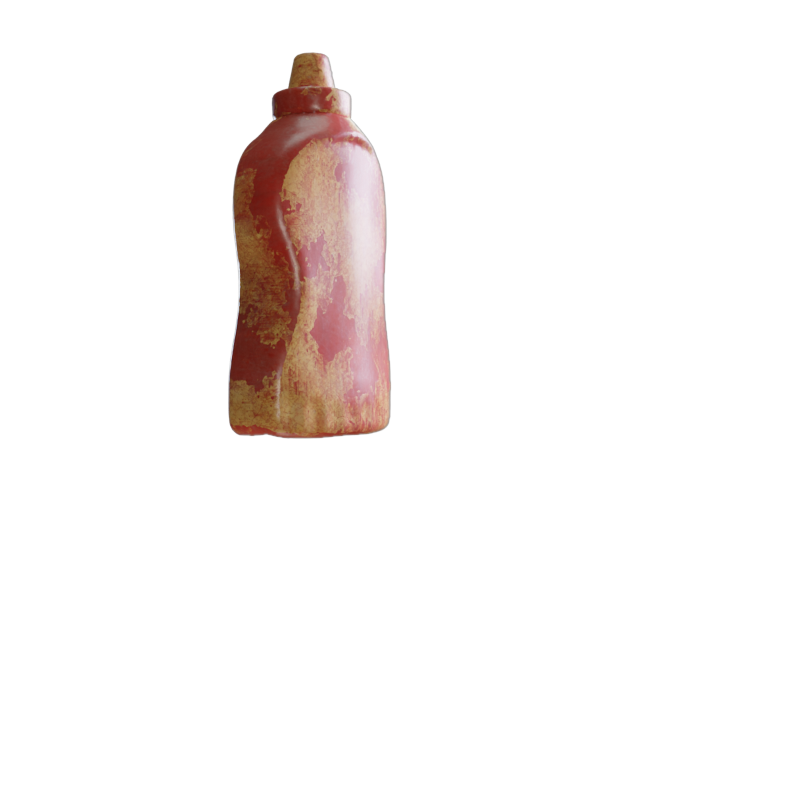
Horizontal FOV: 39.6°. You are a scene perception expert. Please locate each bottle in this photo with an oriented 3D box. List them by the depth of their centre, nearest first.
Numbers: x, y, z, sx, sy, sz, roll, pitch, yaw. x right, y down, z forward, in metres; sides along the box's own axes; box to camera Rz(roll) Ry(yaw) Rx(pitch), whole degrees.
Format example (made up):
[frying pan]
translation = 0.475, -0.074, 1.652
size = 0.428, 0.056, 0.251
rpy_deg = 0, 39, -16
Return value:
[bottle]
translation = -0.044, -0.080, 0.559
size = 0.060, 0.194, 0.092
rpy_deg = -5, -6, 38
